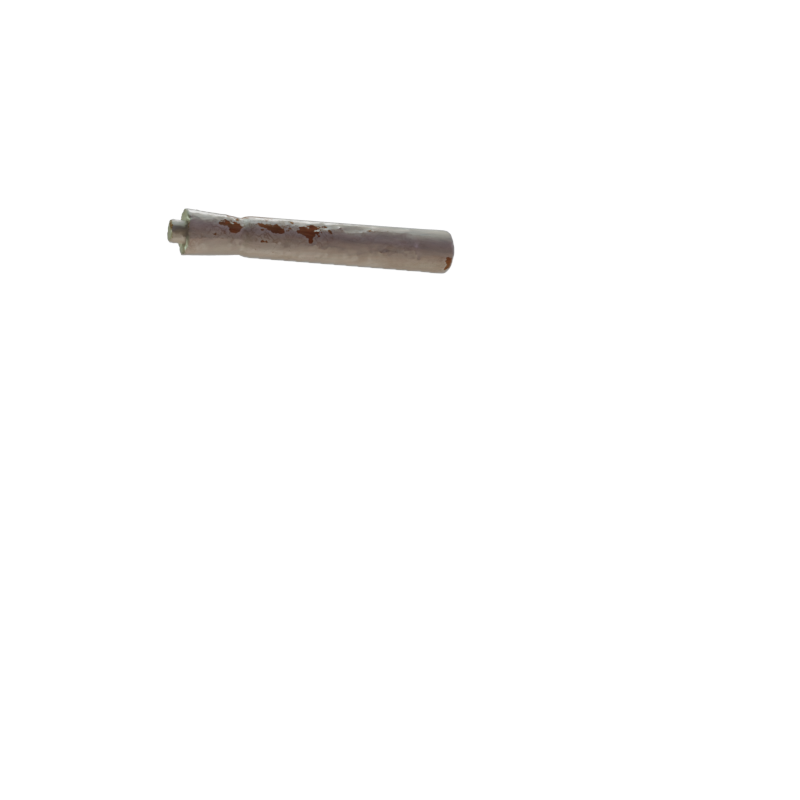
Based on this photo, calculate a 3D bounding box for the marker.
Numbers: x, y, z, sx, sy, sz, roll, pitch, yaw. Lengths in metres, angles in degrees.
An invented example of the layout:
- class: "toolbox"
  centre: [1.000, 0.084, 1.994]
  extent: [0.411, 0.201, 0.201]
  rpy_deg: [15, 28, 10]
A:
- class: "marker"
  centre: [-0.036, -0.065, 0.457]
  extent: [0.118, 0.020, 0.020]
  rpy_deg: [2, 3, -20]
